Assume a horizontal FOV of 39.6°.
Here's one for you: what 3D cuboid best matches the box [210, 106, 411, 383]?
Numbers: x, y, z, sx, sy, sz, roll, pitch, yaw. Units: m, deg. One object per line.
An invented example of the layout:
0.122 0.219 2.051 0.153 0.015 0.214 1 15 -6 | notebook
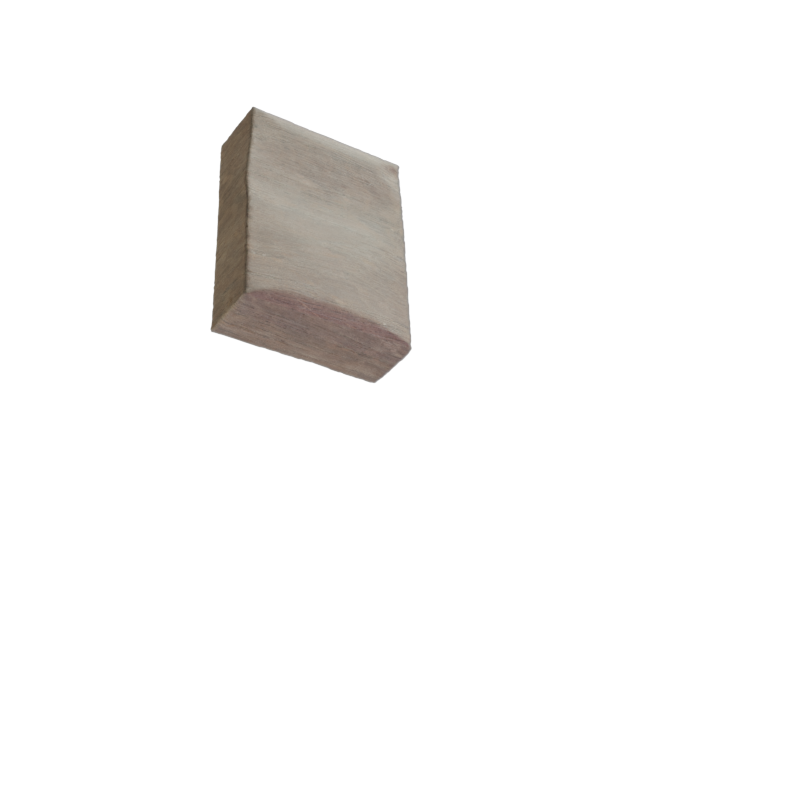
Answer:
-0.077 -0.140 0.979 0.157 0.229 0.070 17 -40 -26 | box
